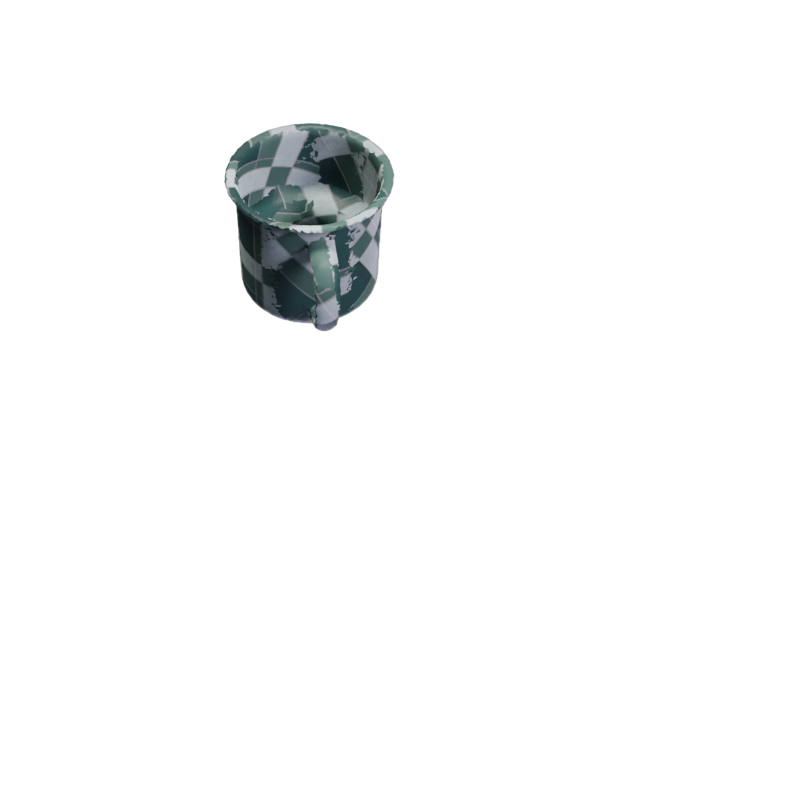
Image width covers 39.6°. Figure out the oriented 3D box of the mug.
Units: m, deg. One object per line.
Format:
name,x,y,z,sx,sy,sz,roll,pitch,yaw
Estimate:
mug,-0.049,-0.090,0.627,0.092,0.127,0.076,-9,-42,-10
